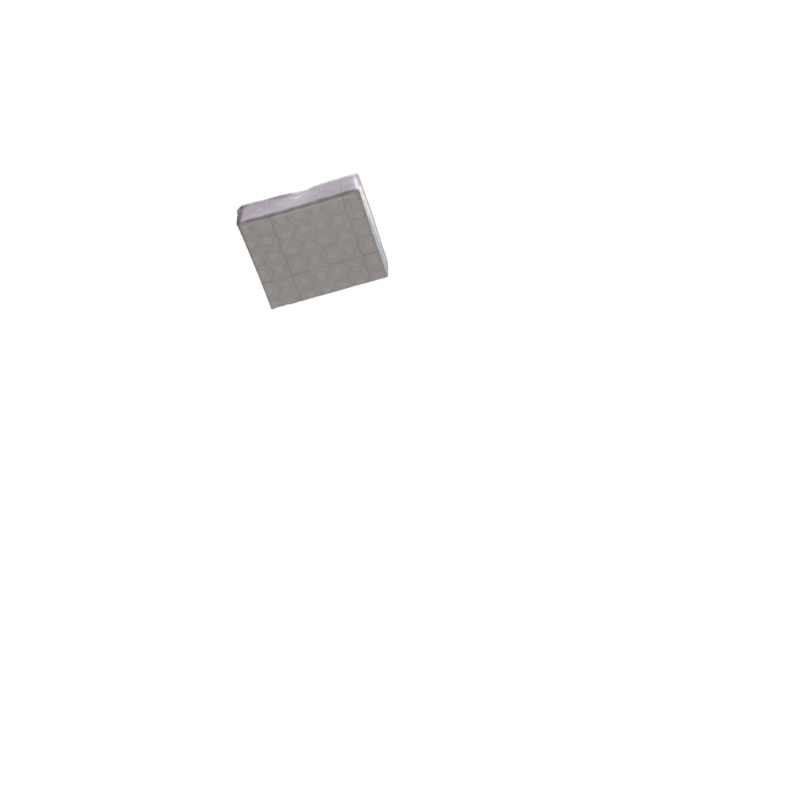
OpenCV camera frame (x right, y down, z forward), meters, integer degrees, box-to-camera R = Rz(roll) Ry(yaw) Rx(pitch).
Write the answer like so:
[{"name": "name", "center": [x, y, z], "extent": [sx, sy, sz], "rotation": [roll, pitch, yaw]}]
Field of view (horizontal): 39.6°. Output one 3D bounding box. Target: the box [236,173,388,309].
[{"name": "box", "center": [-0.060, -0.110, 0.770], "extent": [0.090, 0.068, 0.032], "rotation": [-14, 32, 9]}]
